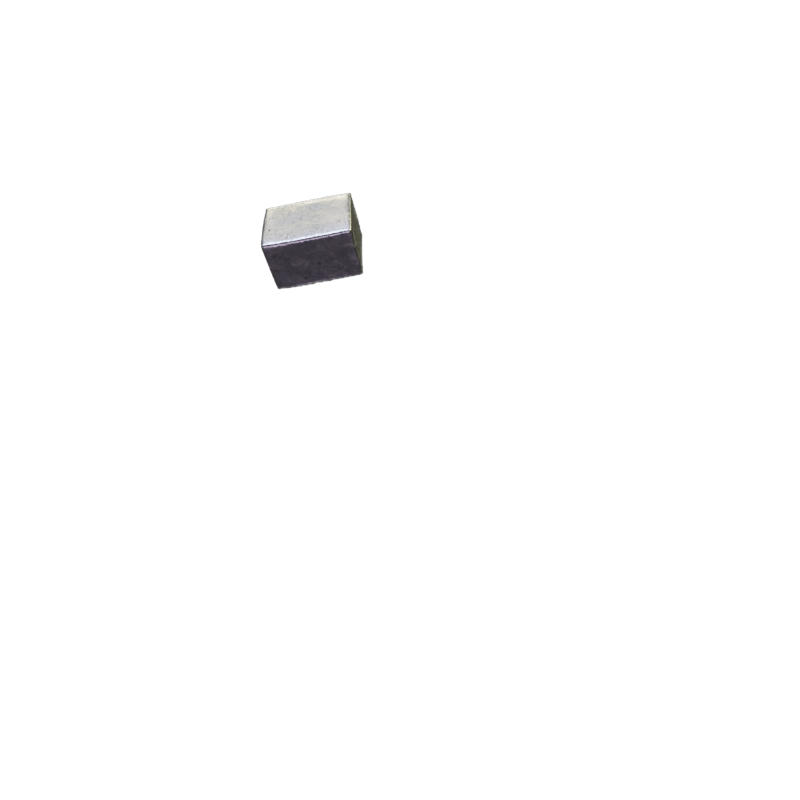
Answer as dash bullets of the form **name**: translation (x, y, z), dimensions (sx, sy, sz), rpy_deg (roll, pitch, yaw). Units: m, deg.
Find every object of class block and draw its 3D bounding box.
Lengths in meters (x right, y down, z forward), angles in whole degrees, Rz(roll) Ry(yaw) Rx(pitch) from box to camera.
- **block**: translation (-0.074, -0.135, 0.946), dimensions (0.078, 0.055, 0.049), rpy_deg (-9, -46, 8)
